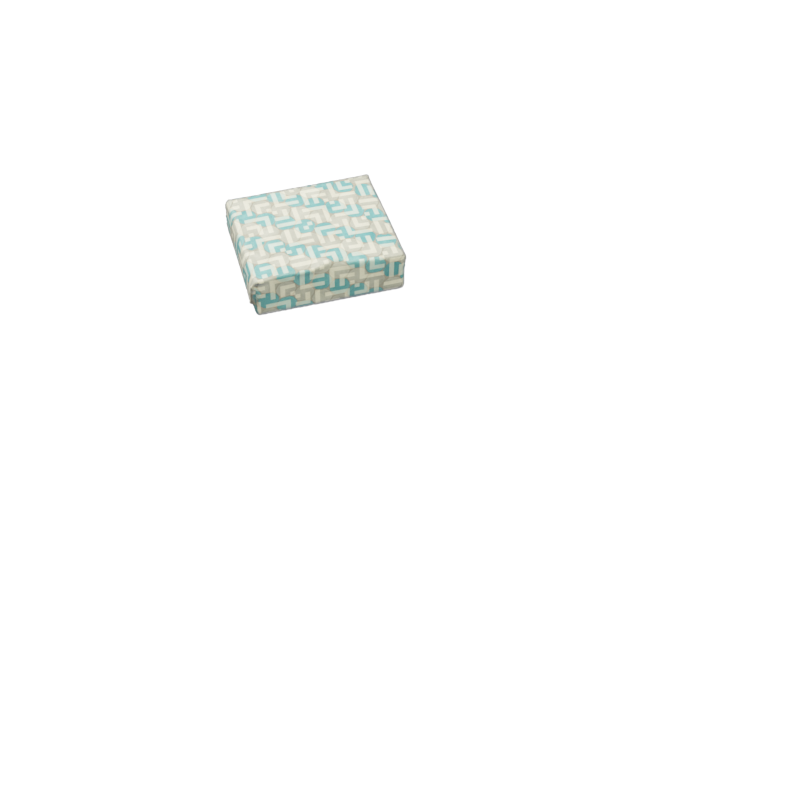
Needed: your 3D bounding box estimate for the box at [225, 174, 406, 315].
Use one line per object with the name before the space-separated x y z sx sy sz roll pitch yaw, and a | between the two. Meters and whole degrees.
box | -0.050 -0.091 0.636 0.088 0.079 0.028 -12 -42 -11
